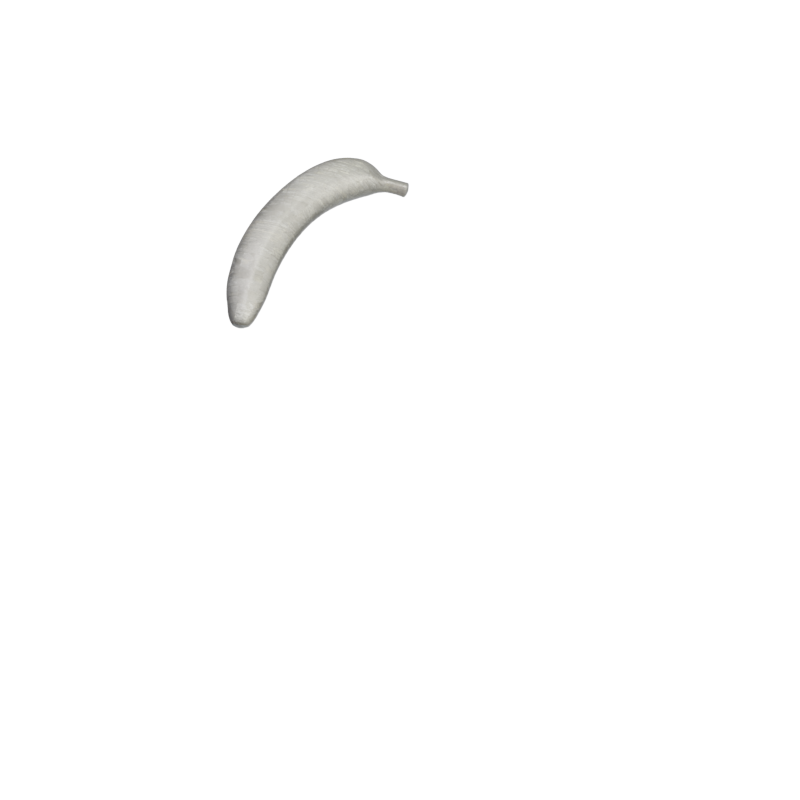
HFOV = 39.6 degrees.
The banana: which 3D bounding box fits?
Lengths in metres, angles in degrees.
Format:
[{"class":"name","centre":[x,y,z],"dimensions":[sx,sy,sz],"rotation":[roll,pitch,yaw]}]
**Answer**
[{"class":"banana","centre":[-0.080,-0.140,0.888],"dimensions":[0.073,0.200,0.034],"rotation":[37,-26,20]}]
